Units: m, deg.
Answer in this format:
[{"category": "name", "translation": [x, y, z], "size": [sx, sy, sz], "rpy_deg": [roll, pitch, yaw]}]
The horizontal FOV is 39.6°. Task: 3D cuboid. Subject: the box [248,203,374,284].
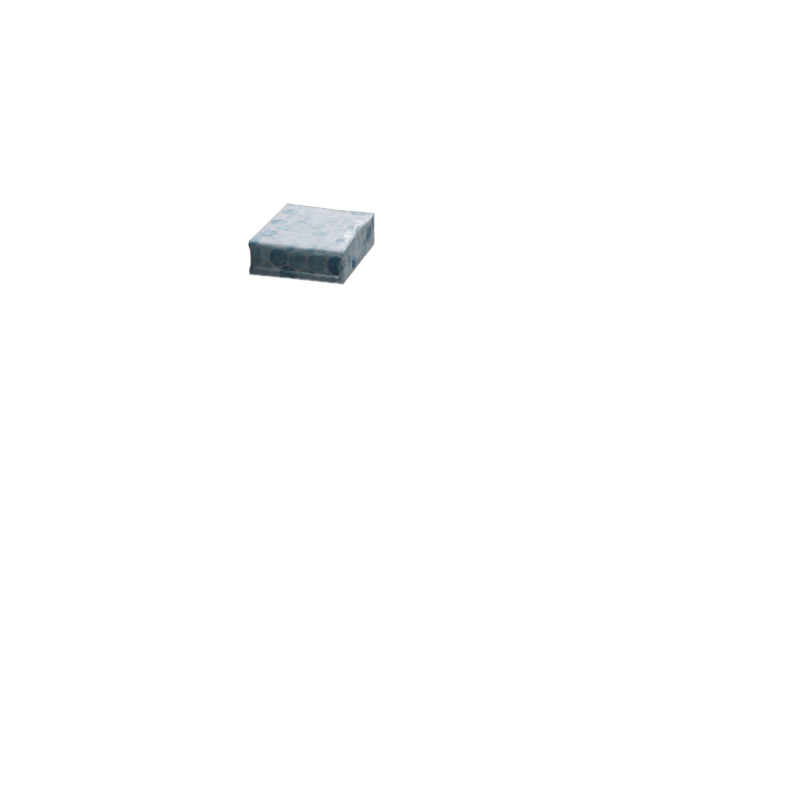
[{"category": "box", "translation": [-0.065, -0.119, 0.831], "size": [0.075, 0.029, 0.092], "rpy_deg": [7, 28, 14]}]
